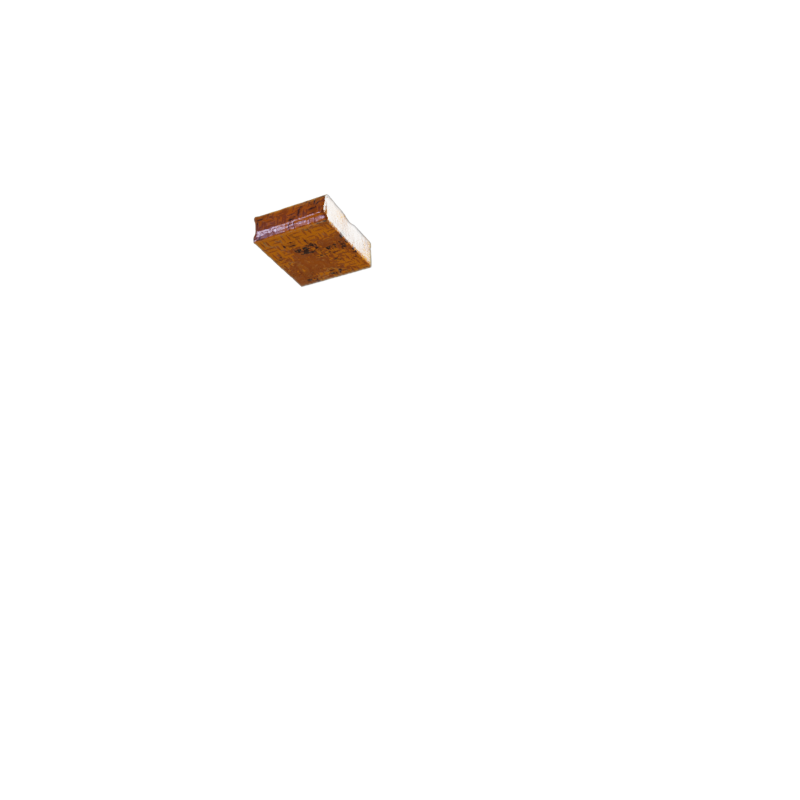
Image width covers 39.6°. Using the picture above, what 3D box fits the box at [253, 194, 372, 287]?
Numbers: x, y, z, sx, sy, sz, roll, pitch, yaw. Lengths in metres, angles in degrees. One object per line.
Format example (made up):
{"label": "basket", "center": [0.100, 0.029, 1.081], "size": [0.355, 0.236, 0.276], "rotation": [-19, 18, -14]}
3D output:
{"label": "box", "center": [-0.076, -0.139, 0.976], "size": [0.074, 0.032, 0.083], "rotation": [-14, -32, 23]}
